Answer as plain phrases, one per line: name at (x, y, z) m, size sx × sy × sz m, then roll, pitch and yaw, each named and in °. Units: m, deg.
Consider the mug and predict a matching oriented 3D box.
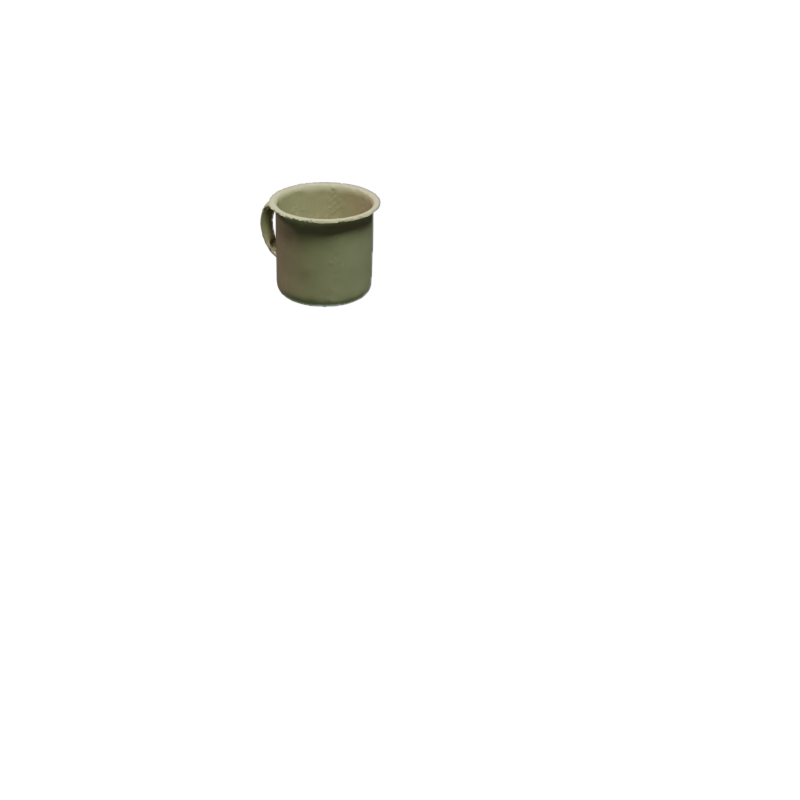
mug at (-0.074, -0.134, 0.941) m, size 0.124 × 0.077 × 0.093 m, roll 20°, pitch 33°, yaw 32°
